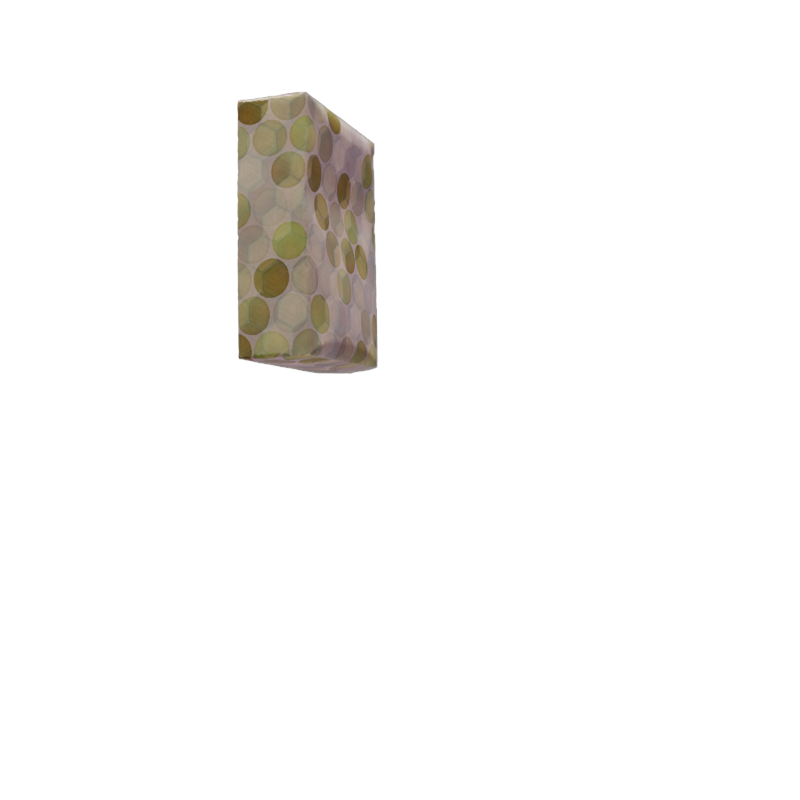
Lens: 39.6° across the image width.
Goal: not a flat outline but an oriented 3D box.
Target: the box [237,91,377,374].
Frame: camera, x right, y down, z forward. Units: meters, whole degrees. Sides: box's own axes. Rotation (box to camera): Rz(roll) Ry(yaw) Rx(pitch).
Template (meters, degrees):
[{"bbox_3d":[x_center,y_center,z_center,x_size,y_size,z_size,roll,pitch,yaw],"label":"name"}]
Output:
[{"bbox_3d":[-0.074,-0.135,0.943,0.073,0.219,0.157,-4,-9,19],"label":"box"}]
